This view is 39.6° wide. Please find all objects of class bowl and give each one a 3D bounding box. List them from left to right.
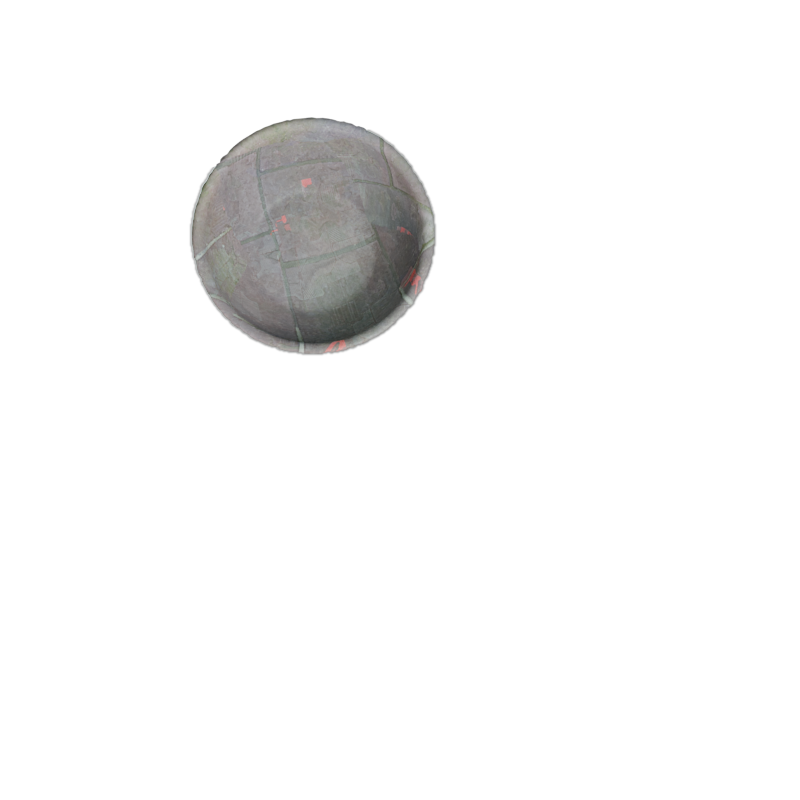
[{"bbox_3d":[-0.059,-0.108,0.758,0.162,0.167,0.053,0,-12,-1],"label":"bowl"}]
